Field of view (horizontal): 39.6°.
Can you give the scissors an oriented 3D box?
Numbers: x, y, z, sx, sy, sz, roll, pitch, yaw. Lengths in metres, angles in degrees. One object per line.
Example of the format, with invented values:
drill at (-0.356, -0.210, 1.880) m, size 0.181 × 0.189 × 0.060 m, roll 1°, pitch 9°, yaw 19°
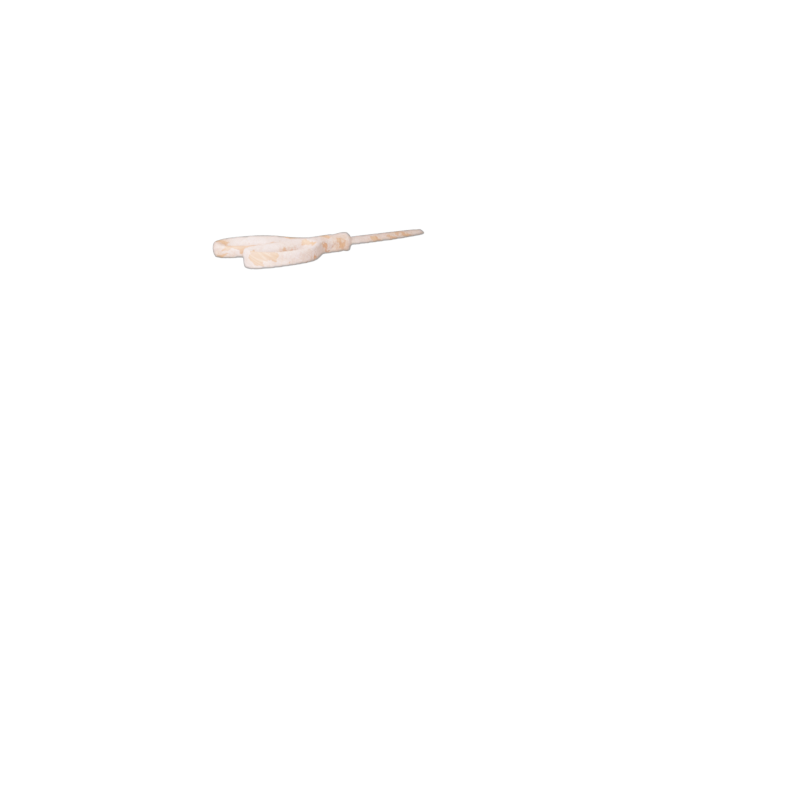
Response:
scissors at (-0.071, -0.129, 0.902) m, size 0.100 × 0.015 × 0.199 m, roll 10°, pitch 19°, yaw 30°
